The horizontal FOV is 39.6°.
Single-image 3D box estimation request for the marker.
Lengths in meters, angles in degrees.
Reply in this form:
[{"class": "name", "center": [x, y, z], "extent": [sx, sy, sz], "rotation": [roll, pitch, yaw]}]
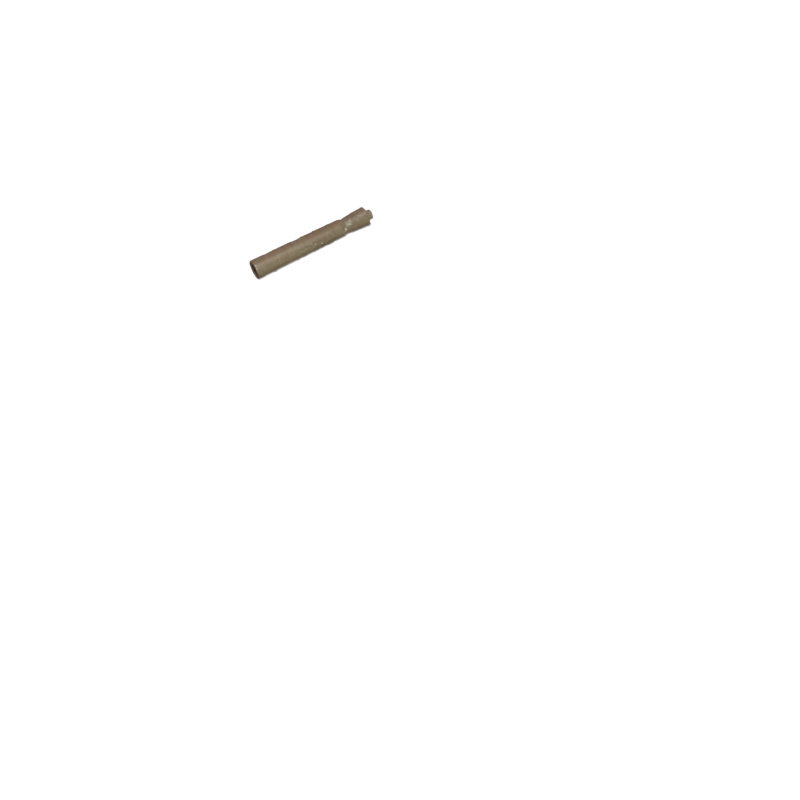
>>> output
[{"class": "marker", "center": [-0.078, -0.142, 0.997], "extent": [0.121, 0.019, 0.020], "rotation": [-28, 12, -14]}]
